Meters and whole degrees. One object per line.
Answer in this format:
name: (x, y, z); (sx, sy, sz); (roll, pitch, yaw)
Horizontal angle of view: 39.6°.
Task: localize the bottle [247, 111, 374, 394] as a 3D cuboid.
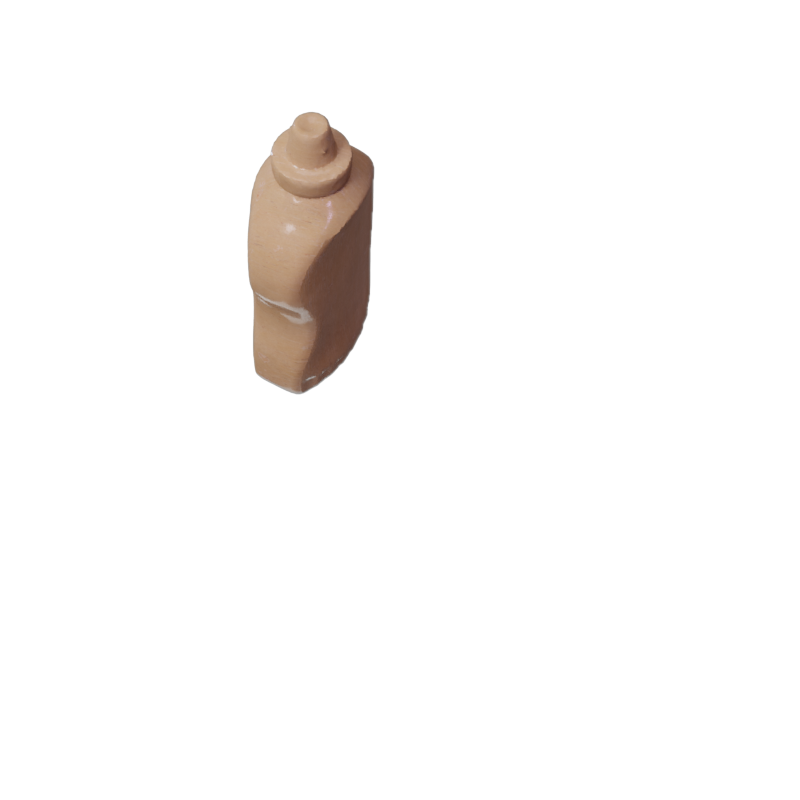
bottle: (-0.048, -0.087, 0.611); (0.060, 0.099, 0.180); (26, -29, 11)
